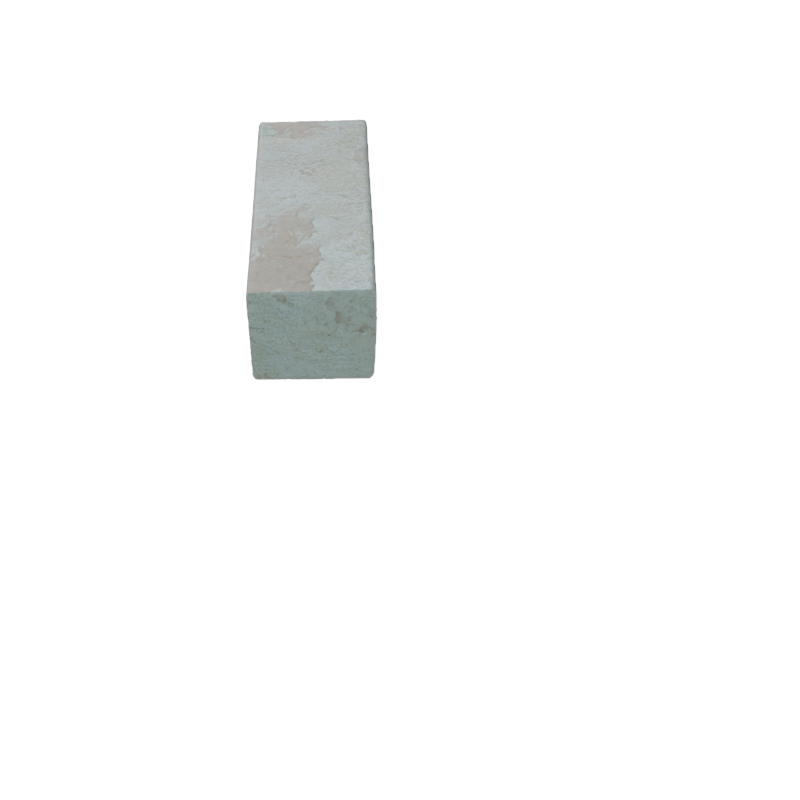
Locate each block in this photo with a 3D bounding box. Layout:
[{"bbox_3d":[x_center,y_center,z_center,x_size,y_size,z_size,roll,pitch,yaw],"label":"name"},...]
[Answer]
[{"bbox_3d":[-0.067,-0.122,0.855,0.090,0.084,0.221,-2,45,-2],"label":"block"}]
